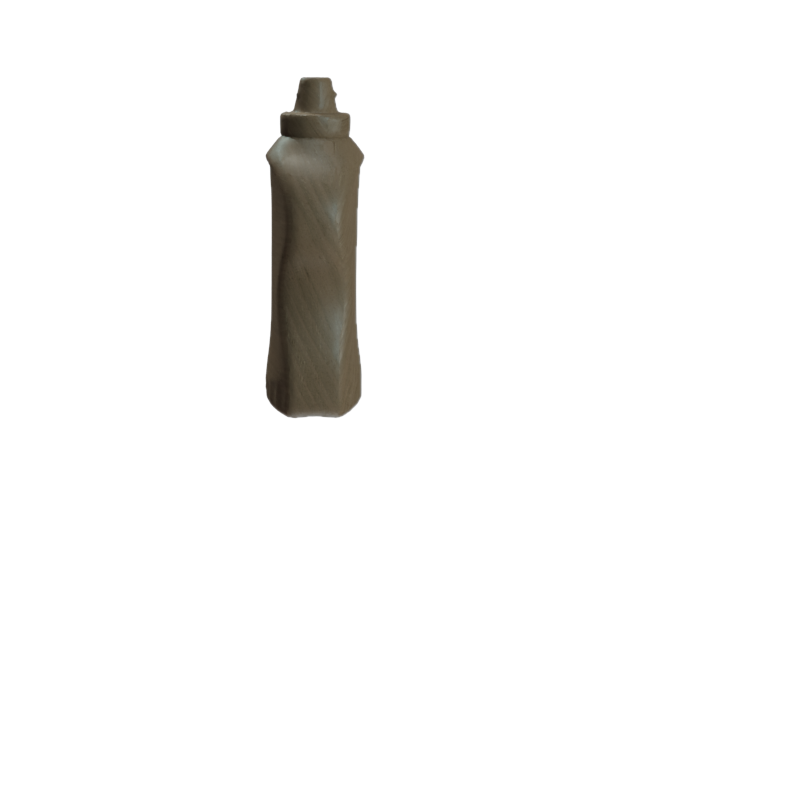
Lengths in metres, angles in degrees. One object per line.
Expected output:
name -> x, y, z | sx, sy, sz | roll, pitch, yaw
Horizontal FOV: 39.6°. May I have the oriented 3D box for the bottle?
bottle -> -0.051, -0.093, 0.654 | 0.058, 0.187, 0.098 | 0, 11, -2
